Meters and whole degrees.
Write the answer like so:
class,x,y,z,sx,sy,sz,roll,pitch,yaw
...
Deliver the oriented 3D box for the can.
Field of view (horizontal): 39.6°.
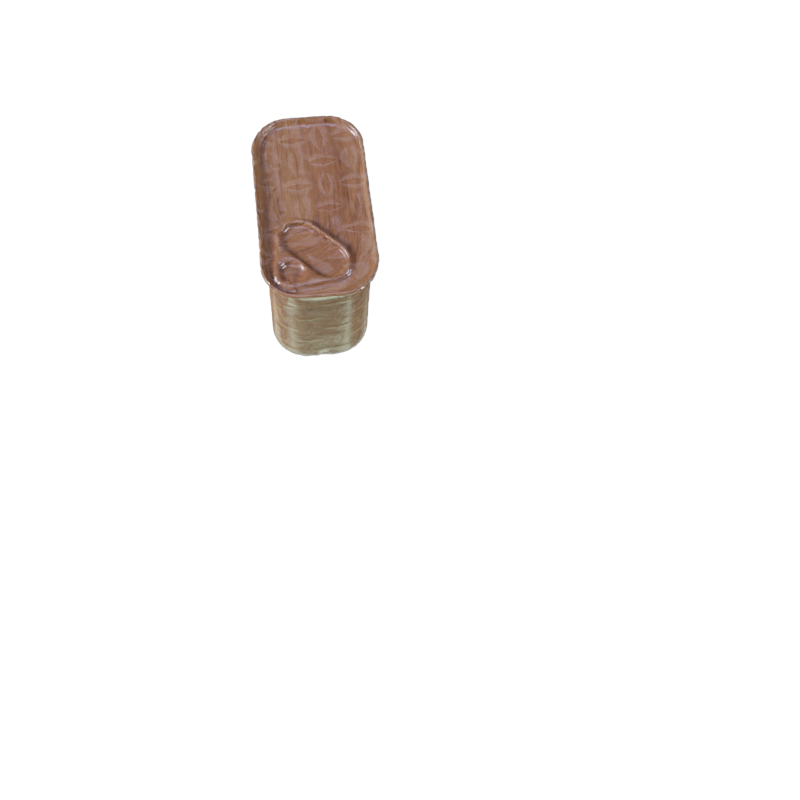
class,x,y,z,sx,sy,sz,roll,pitch,yaw
can,-0.045,-0.083,0.581,0.057,0.108,0.079,-5,-24,-5
